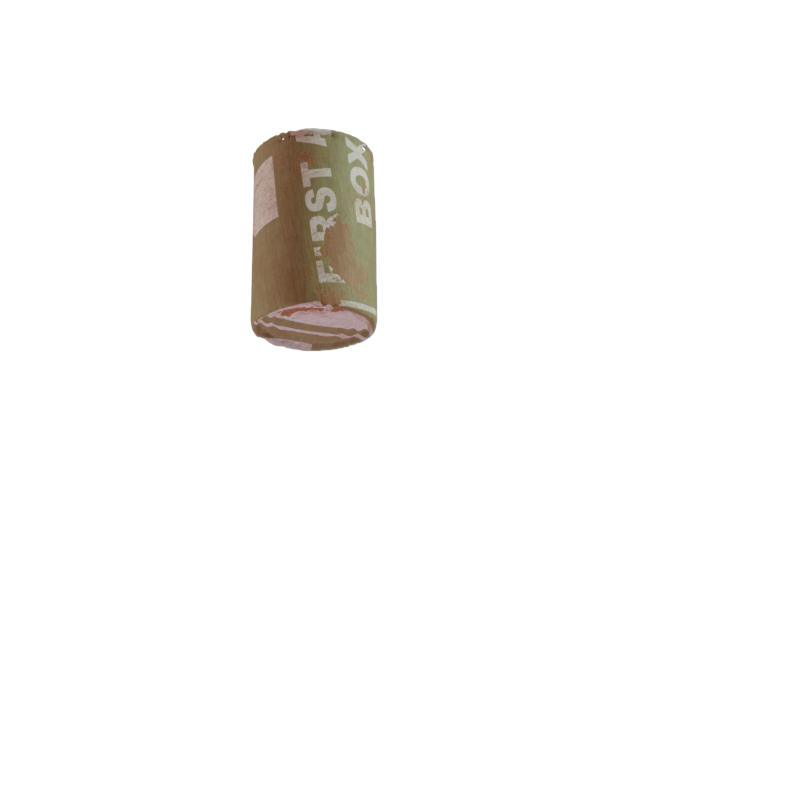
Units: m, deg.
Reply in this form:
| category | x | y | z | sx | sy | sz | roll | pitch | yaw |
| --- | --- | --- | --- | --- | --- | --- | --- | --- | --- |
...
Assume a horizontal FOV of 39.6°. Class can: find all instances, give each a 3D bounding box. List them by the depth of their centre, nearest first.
| category | x | y | z | sx | sy | sz | roll | pitch | yaw |
| --- | --- | --- | --- | --- | --- | --- | --- | --- | --- |
| can | -0.047 | -0.085 | 0.598 | 0.068 | 0.108 | 0.065 | 0 | -23 | -2 |
